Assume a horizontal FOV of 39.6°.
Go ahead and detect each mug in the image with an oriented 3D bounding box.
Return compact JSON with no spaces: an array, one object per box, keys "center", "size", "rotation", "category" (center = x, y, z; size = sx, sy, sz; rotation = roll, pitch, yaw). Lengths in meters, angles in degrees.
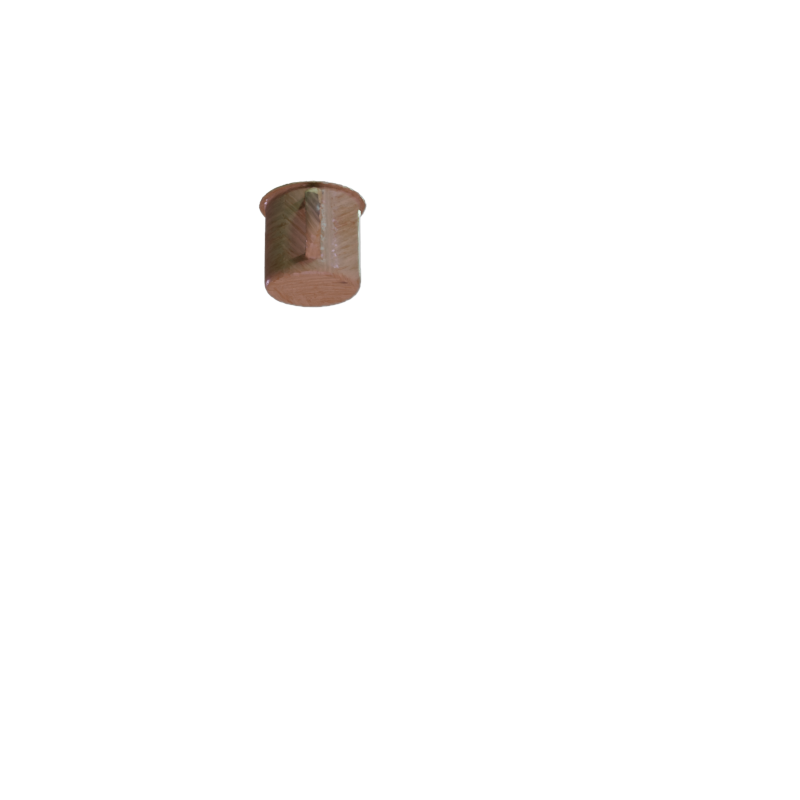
[{"center":[-0.073,-0.133,0.935],"size":[0.093,0.086,0.112],"rotation":[1,-21,-6],"category":"mug"}]
